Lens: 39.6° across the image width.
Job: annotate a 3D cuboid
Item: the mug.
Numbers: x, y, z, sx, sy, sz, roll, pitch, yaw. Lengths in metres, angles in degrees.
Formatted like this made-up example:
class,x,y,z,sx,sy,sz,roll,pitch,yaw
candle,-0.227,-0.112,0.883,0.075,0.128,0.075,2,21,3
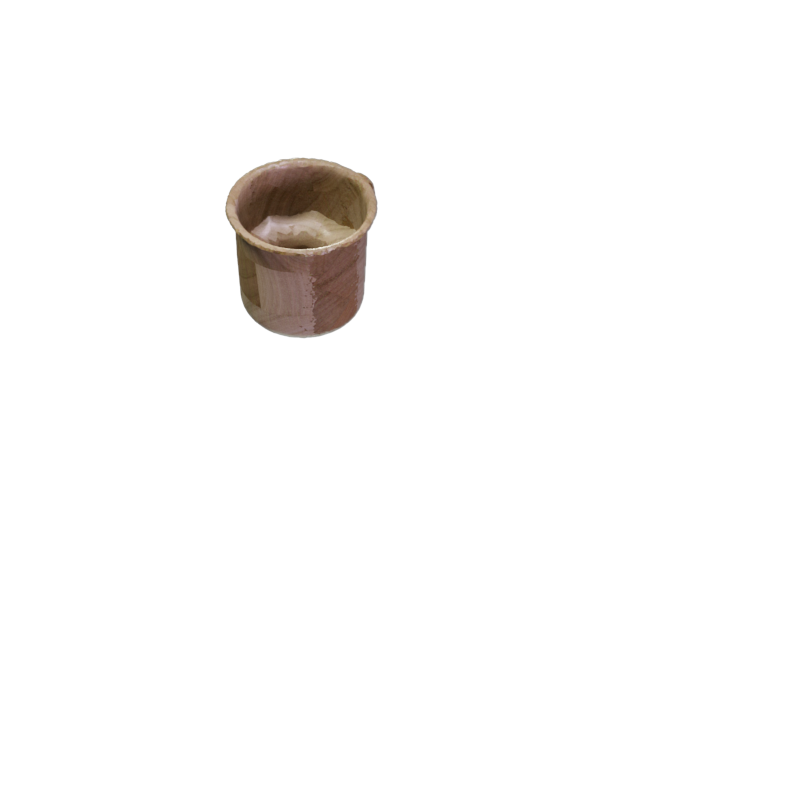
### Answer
class,x,y,z,sx,sy,sz,roll,pitch,yaw
mug,-0.056,-0.102,0.711,0.098,0.076,0.120,27,51,22
